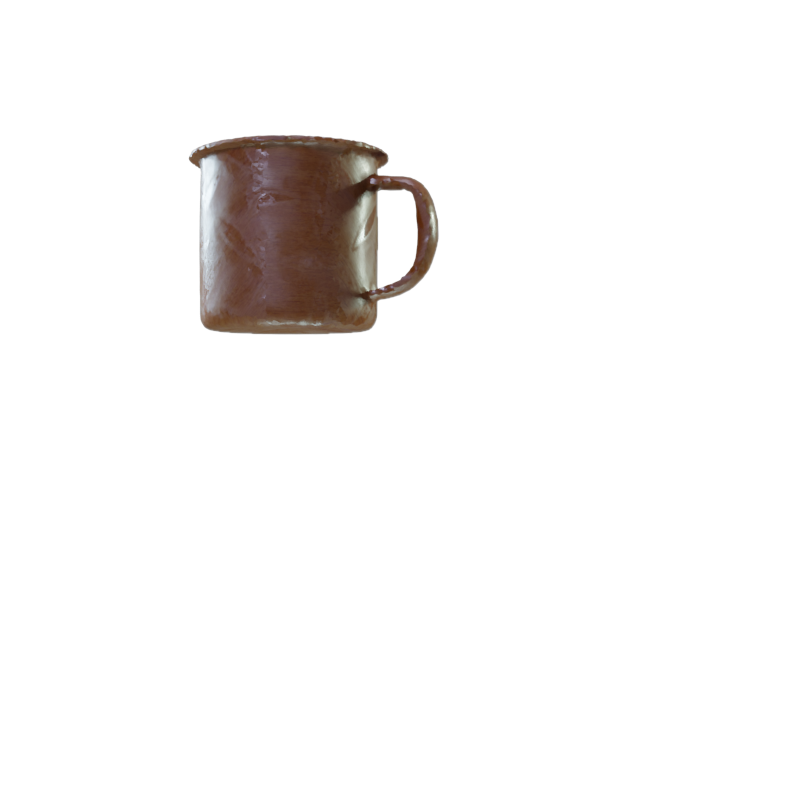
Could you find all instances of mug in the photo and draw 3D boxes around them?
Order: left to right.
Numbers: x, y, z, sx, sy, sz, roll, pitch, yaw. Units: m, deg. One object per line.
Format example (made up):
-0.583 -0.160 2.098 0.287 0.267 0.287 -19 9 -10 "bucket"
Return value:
-0.040 -0.072 0.507 0.120 0.083 0.090 -1 -3 17 "mug"
